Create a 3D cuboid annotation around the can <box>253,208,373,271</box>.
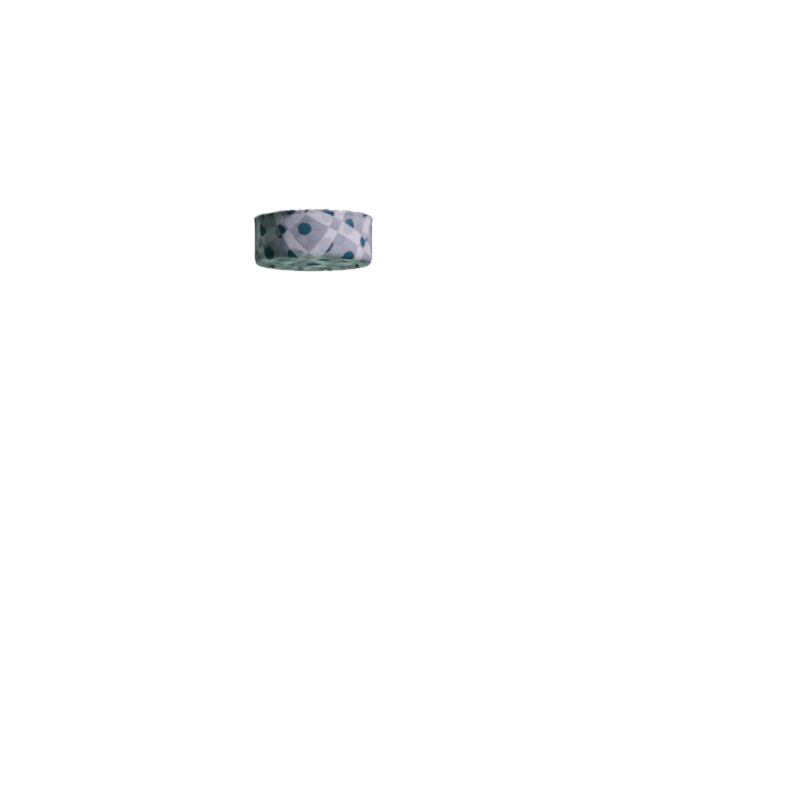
[{"bbox_3d":[-0.062,-0.114,0.795,0.086,0.034,0.085,0,-2,-2],"label":"can"}]
